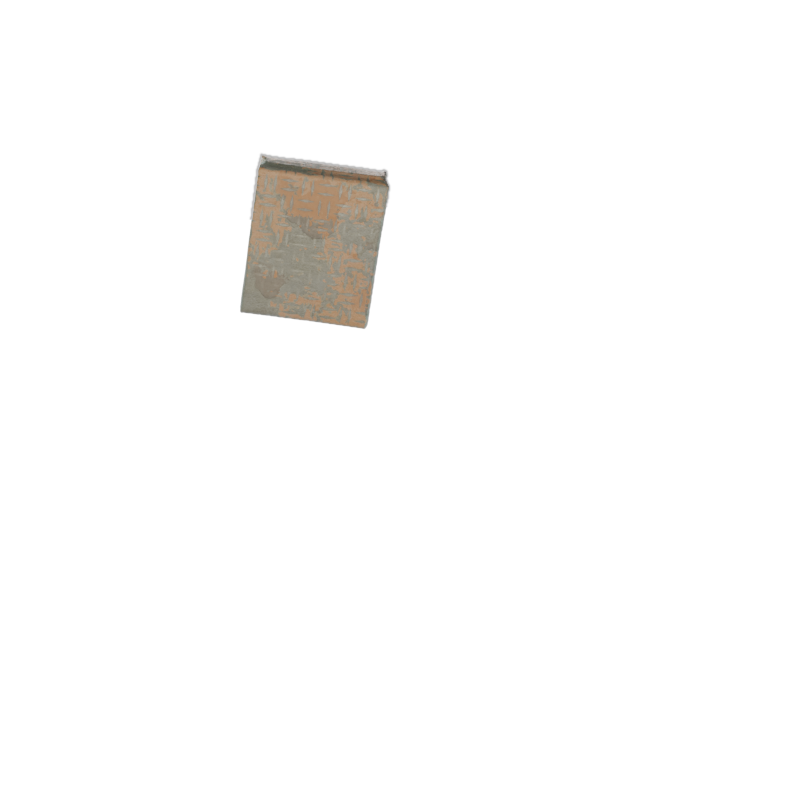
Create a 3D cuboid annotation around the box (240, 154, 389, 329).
[{"bbox_3d":[-0.049,-0.089,0.625,0.073,0.086,0.032,8,20,-4],"label":"box"}]
